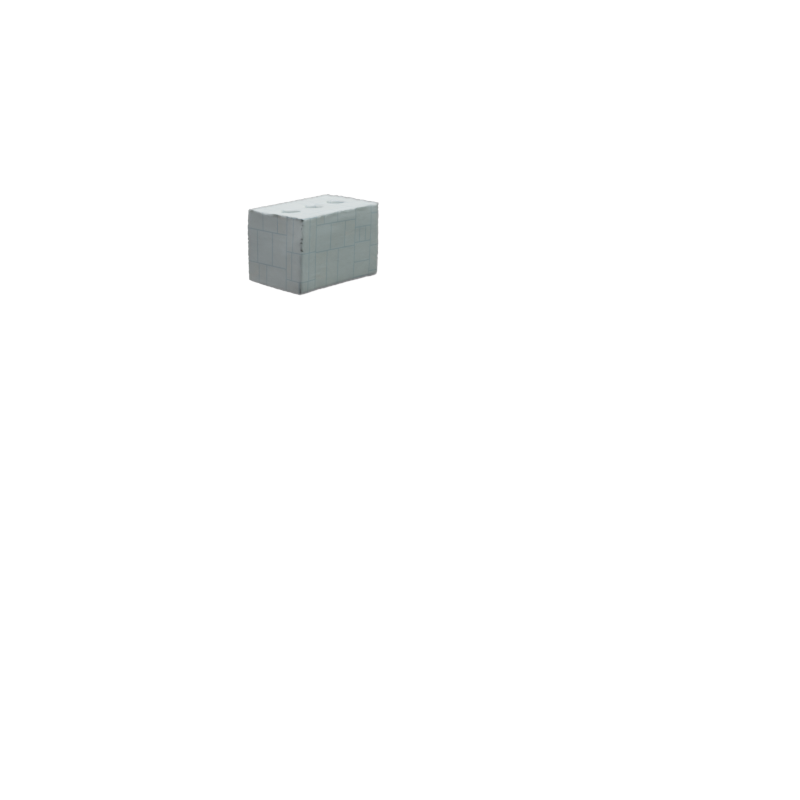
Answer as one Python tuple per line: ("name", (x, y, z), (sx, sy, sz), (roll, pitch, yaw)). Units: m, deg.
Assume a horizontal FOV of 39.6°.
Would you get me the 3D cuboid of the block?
("block", (-0.059, -0.108, 0.754), (0.056, 0.049, 0.077), (15, 23, 38))
